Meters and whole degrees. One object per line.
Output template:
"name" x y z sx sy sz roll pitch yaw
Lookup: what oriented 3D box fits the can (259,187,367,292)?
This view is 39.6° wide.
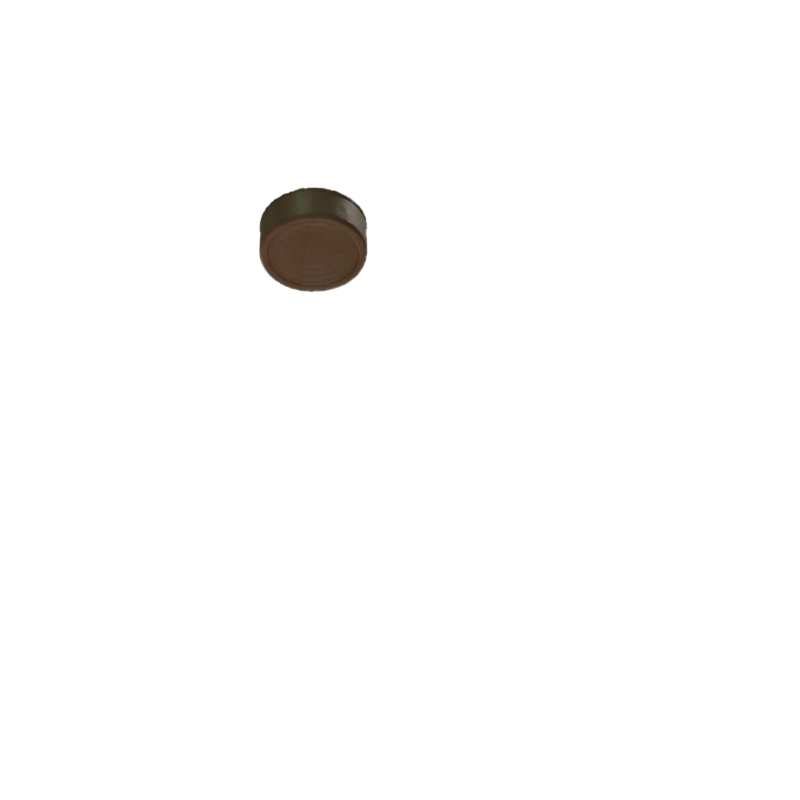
"can" -0.068 -0.124 0.870 0.086 0.036 0.080 1 -41 -1
